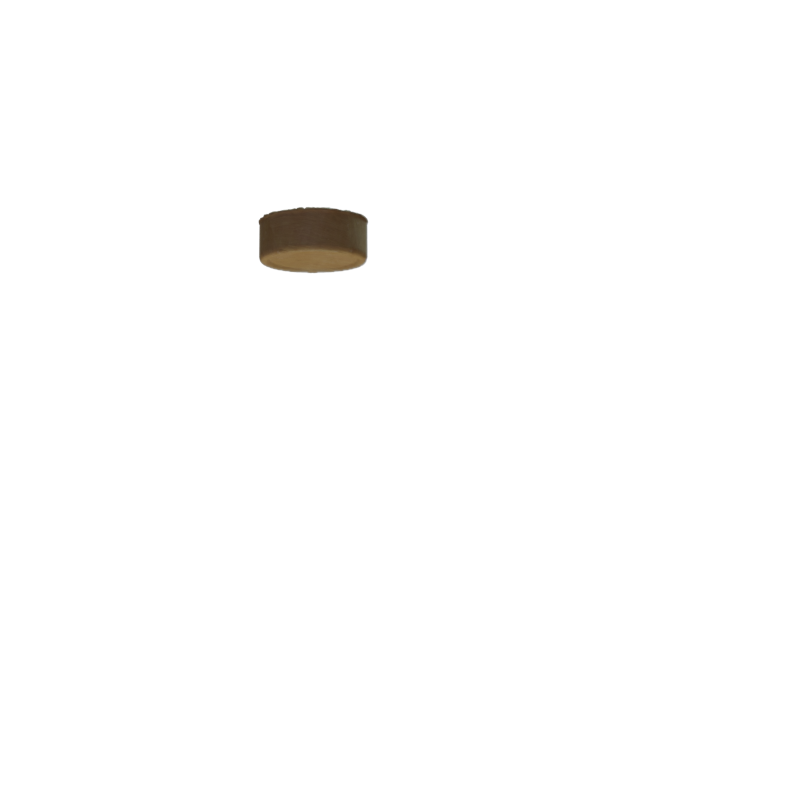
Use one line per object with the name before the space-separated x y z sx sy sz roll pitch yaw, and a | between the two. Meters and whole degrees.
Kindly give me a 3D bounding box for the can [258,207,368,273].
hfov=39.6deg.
can | -0.068 -0.123 0.863 0.086 0.034 0.084 0 -6 -2
